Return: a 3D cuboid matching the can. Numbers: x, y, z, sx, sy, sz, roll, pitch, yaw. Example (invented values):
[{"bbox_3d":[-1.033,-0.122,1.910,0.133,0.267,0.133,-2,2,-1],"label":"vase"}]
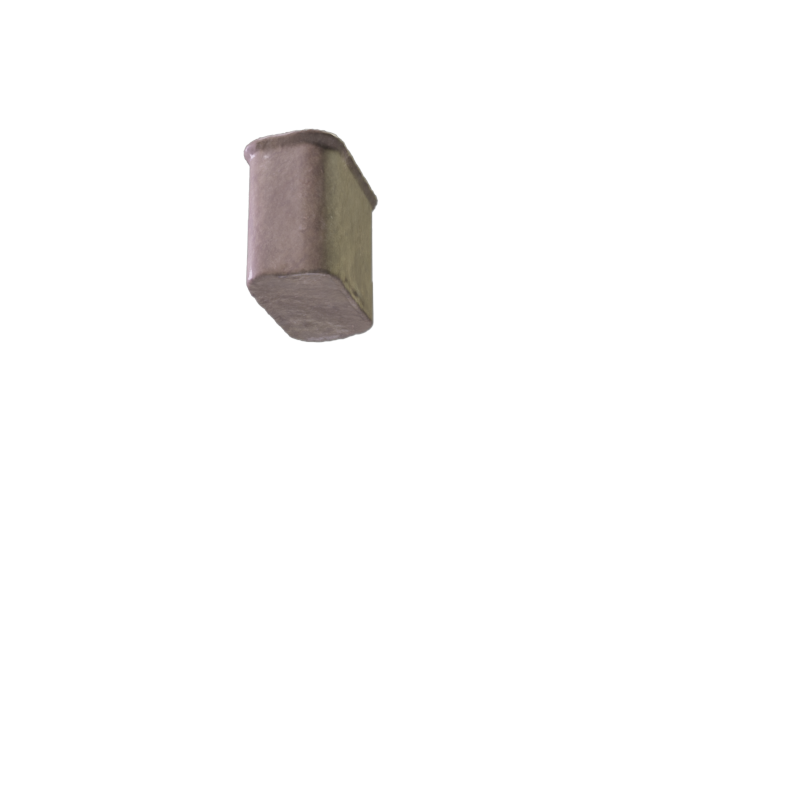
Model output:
[{"bbox_3d":[-0.048,-0.088,0.618,0.058,0.088,0.095,-8,-23,14],"label":"can"}]
